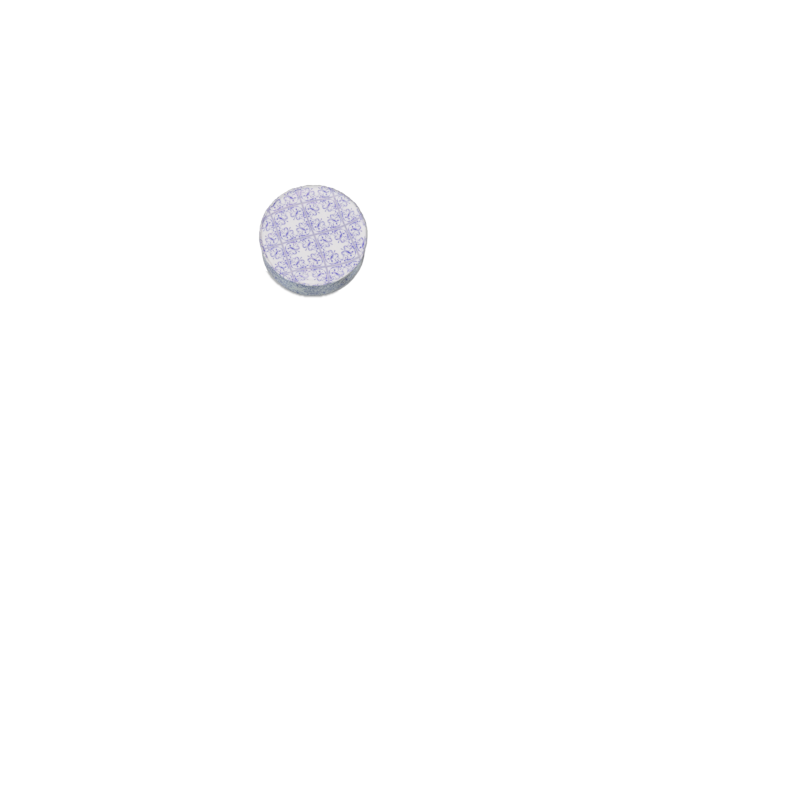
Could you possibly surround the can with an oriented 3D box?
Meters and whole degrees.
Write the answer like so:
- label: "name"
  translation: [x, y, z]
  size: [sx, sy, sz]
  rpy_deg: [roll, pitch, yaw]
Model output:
- label: "can"
  translation: [-0.070, -0.127, 0.889]
  size: [0.086, 0.090, 0.032]
  rpy_deg: [-1, -20, -1]
